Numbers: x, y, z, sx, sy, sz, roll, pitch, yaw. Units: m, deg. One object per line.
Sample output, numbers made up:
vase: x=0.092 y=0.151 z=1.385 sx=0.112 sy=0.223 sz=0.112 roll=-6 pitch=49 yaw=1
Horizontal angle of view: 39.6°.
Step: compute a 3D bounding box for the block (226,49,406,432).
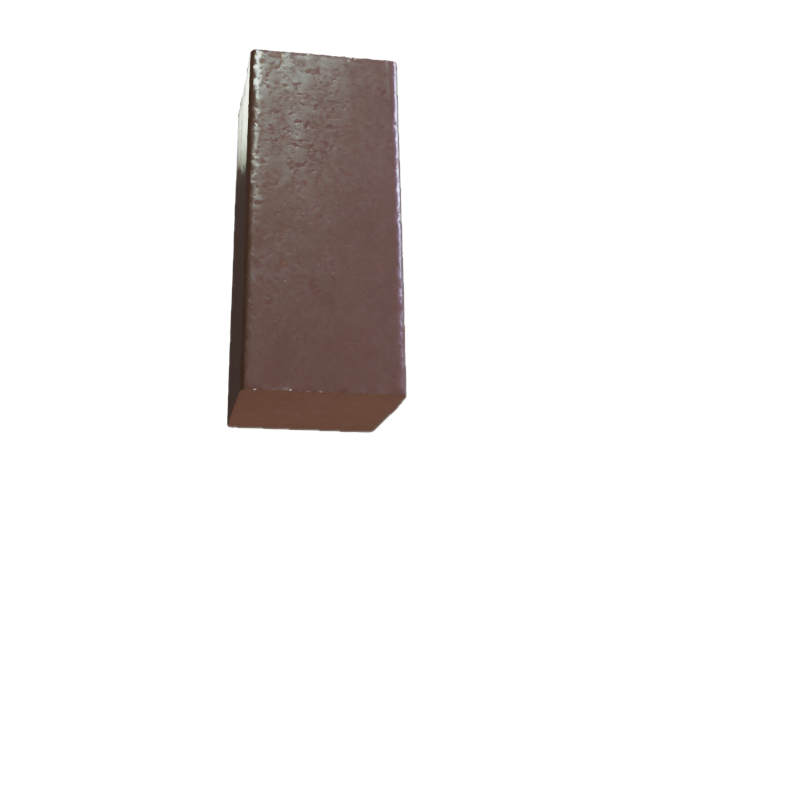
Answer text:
block: x=-0.051 y=-0.093 z=0.656 sx=0.089 sy=0.217 sz=0.087 roll=3 pitch=-21 yaw=-11
